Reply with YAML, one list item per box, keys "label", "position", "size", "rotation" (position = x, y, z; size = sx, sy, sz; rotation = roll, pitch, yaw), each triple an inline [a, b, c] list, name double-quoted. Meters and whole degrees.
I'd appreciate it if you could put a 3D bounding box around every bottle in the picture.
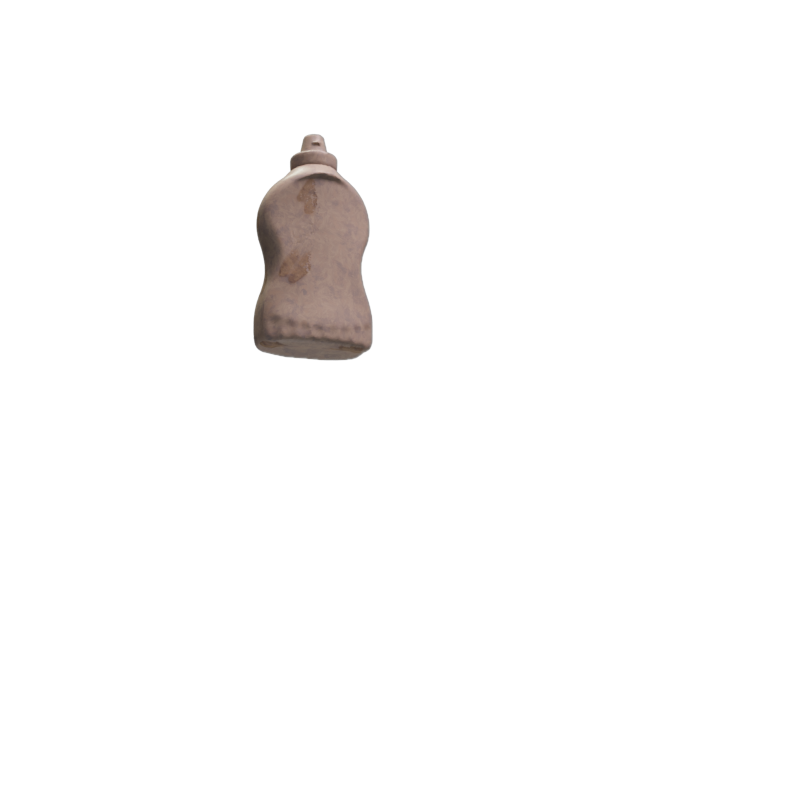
- label: "bottle"
  position: [-0.073, -0.133, 0.931]
  size: [0.093, 0.200, 0.057]
  rotation: [5, -20, -18]
